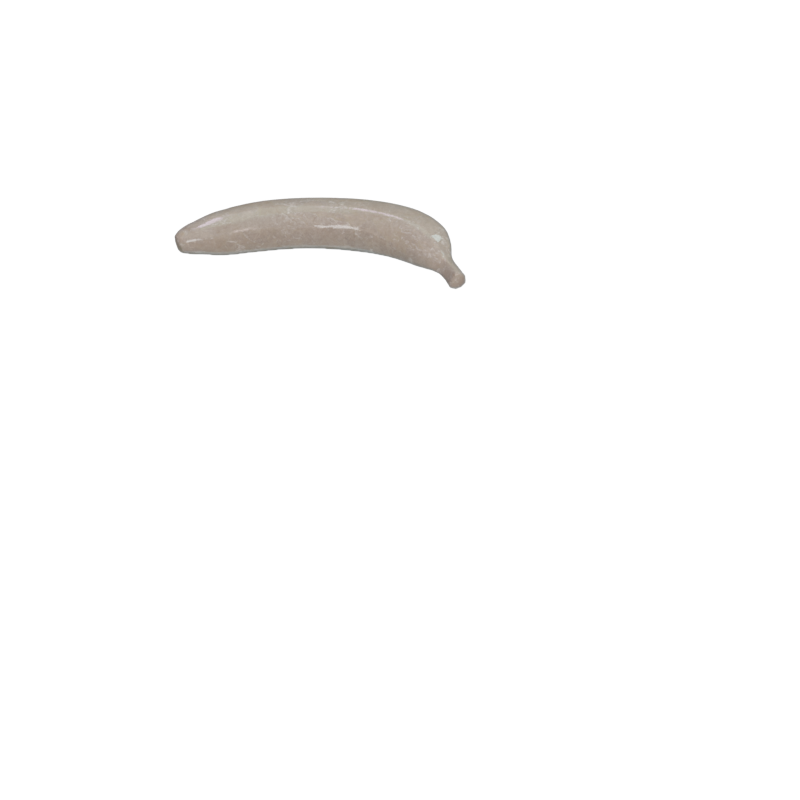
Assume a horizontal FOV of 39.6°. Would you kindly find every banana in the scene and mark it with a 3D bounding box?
[{"bbox_3d":[-0.051,-0.114,0.752,0.202,0.035,0.072,7,29,12],"label":"banana"}]
